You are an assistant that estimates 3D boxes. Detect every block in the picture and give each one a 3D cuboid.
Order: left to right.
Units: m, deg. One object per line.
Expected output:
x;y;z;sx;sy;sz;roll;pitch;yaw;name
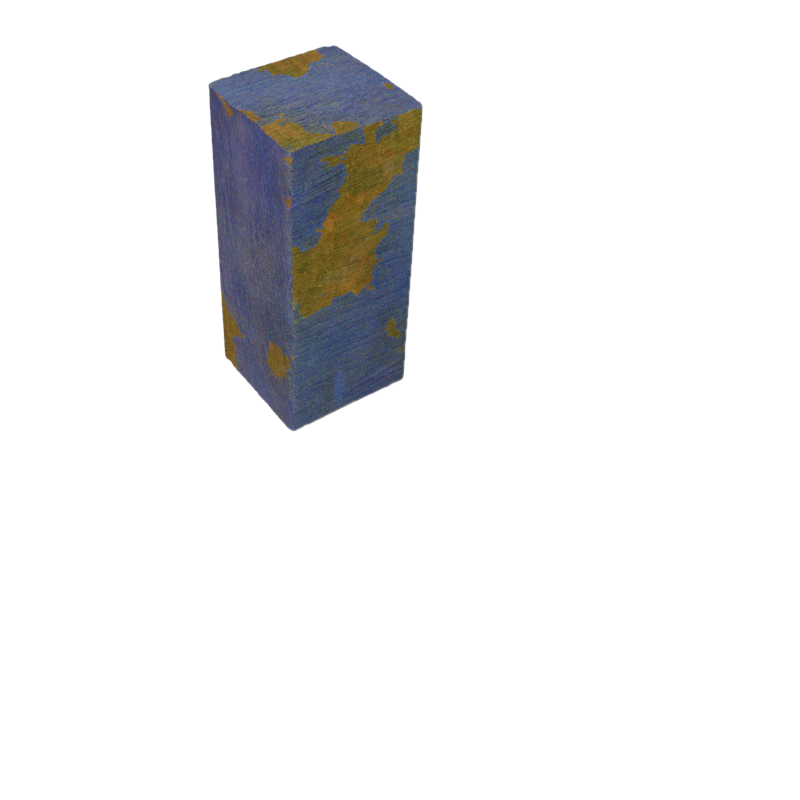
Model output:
-0.053;-0.097;0.675;0.090;0.192;0.097;-24;48;-28;block
